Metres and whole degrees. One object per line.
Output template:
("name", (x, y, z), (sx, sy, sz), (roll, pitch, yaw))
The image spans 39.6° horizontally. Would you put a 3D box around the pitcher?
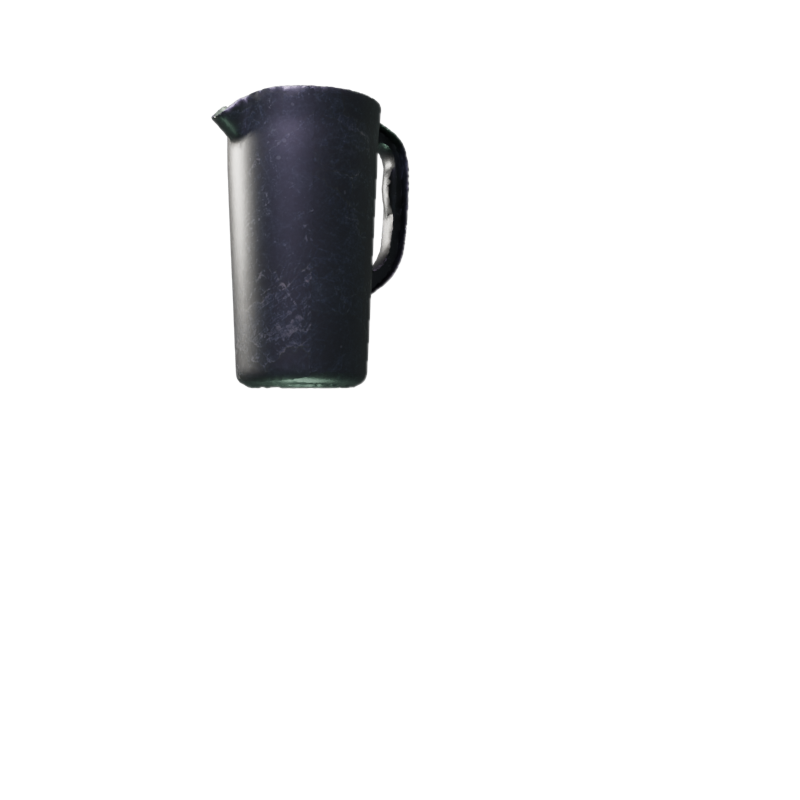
("pitcher", (-0.073, -0.133, 0.929), (0.151, 0.248, 0.141), (-1, -6, 9))
